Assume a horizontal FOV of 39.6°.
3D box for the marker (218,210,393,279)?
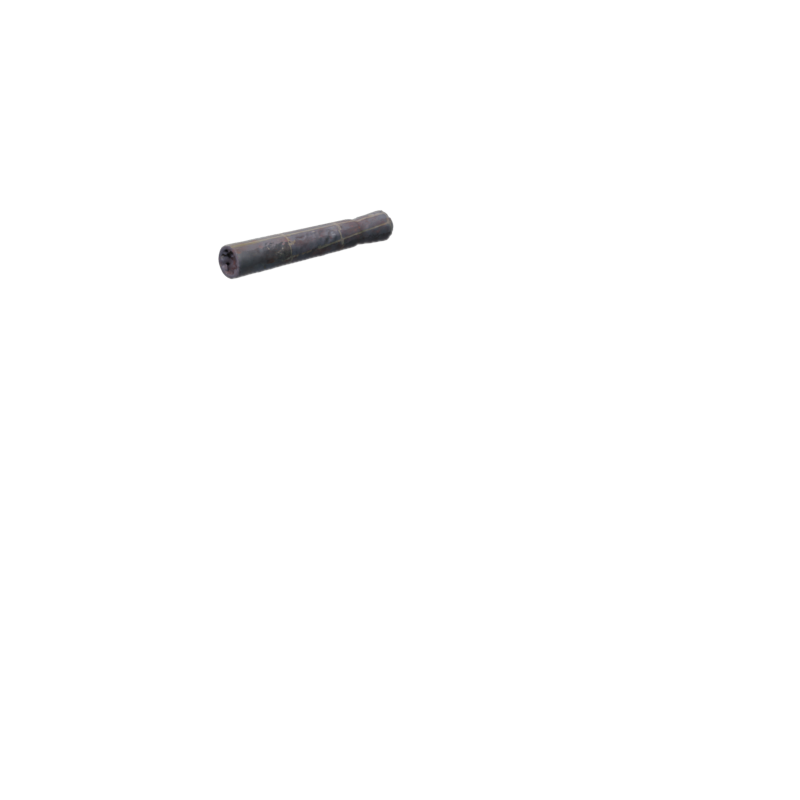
[{"bbox_3d":[-0.049,-0.089,0.626,0.119,0.019,0.021,-21,17,-40],"label":"marker"}]
